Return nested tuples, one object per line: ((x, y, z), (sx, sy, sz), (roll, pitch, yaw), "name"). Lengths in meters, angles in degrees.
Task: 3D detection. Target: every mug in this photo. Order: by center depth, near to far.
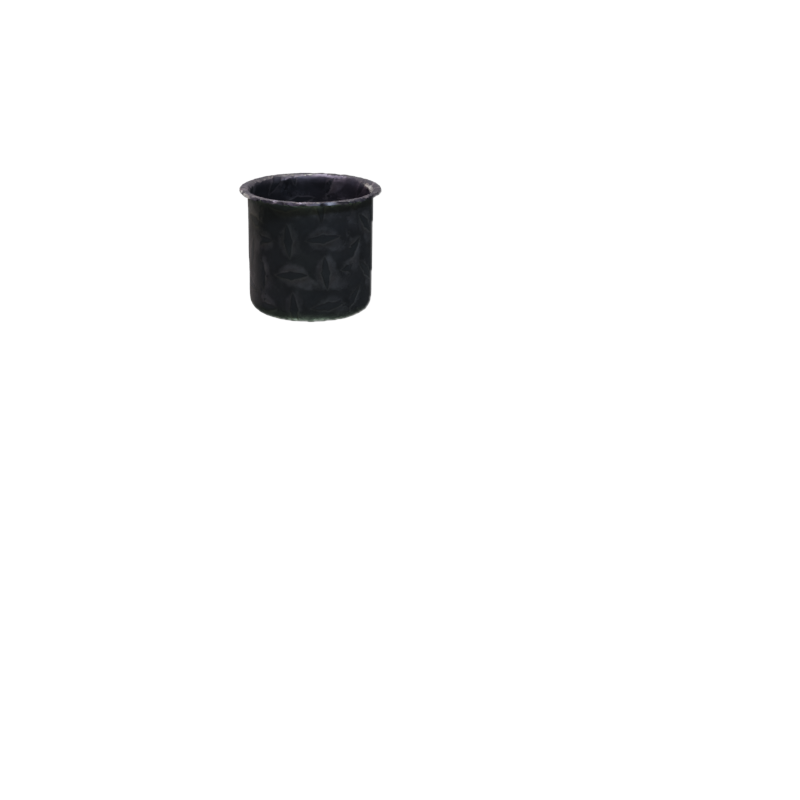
((-0.058, -0.107, 0.746), (0.094, 0.078, 0.121), (3, 21, 5), "mug")
